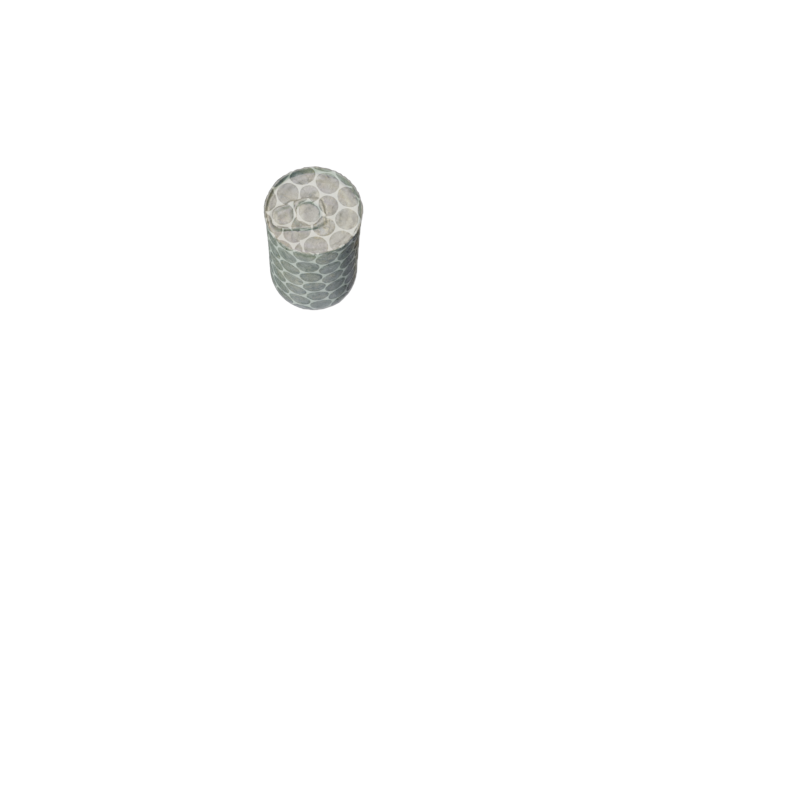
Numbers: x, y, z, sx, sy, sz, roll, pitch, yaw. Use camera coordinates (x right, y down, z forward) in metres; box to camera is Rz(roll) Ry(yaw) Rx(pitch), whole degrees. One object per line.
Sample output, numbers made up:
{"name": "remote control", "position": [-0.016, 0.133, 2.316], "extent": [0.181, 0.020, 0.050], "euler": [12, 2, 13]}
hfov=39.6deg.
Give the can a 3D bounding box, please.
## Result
{"name": "can", "position": [-0.063, -0.114, 0.800], "extent": [0.068, 0.072, 0.097], "euler": [0, -21, -3]}
